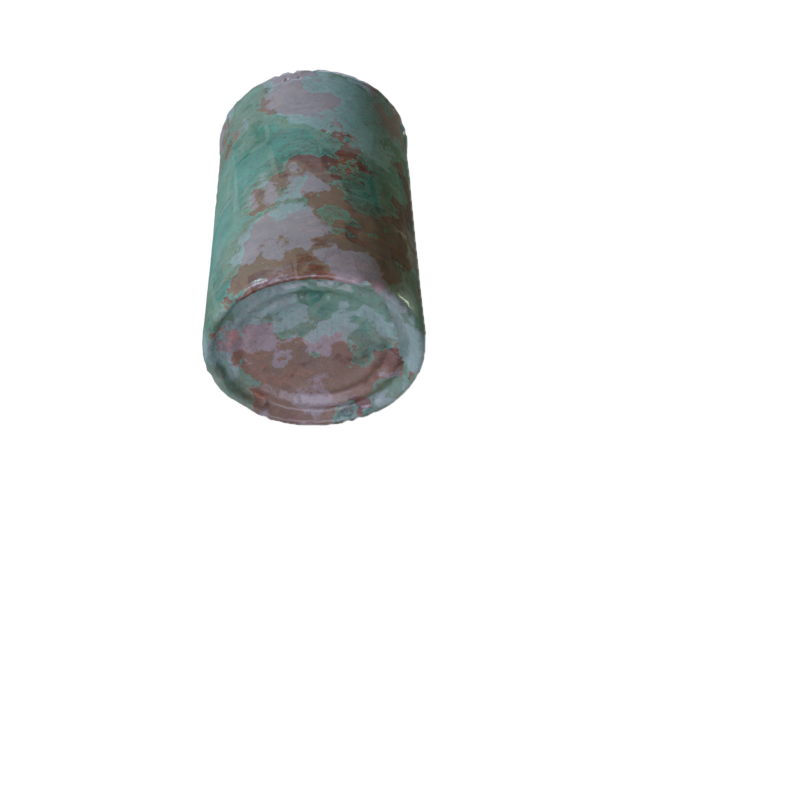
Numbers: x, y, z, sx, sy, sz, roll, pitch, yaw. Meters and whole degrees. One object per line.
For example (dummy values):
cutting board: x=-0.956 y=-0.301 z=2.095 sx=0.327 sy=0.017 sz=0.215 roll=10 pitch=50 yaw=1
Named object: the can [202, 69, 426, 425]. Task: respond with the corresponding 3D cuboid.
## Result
can: x=-0.028 y=-0.052 z=0.362 sx=0.068 sy=0.110 sz=0.064 roll=-1 pitch=-45 yaw=-3
